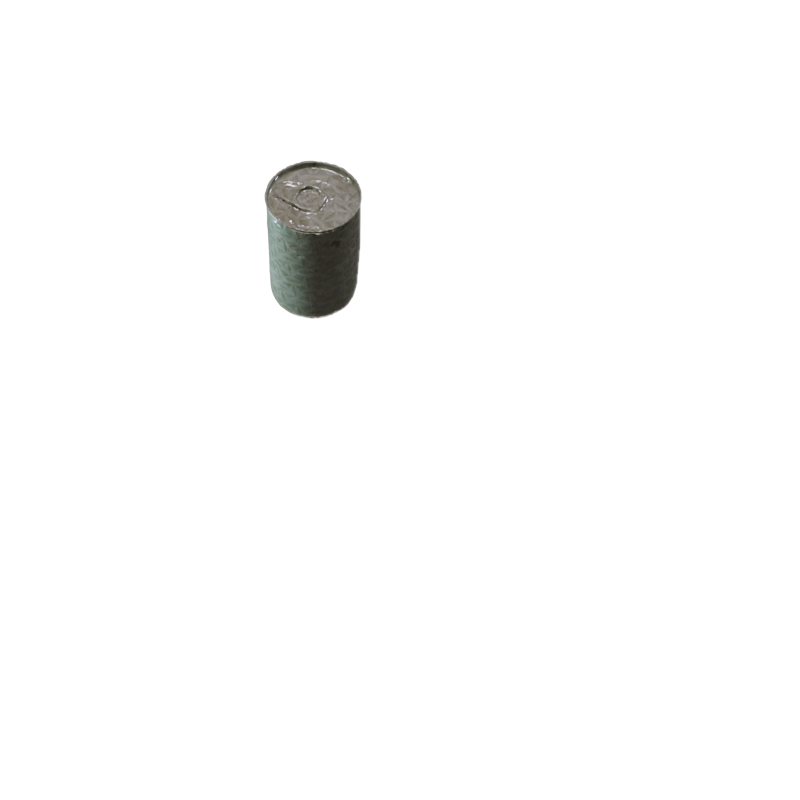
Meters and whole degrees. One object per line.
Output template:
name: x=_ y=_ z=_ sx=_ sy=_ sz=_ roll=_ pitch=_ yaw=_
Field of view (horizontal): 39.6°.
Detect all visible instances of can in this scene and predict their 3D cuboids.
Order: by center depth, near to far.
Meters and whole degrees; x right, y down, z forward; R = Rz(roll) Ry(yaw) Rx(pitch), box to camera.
can: x=-0.064 y=-0.116 z=0.813 sx=0.068 sy=0.073 sz=0.095 roll=0 pitch=-36 yaw=-3
